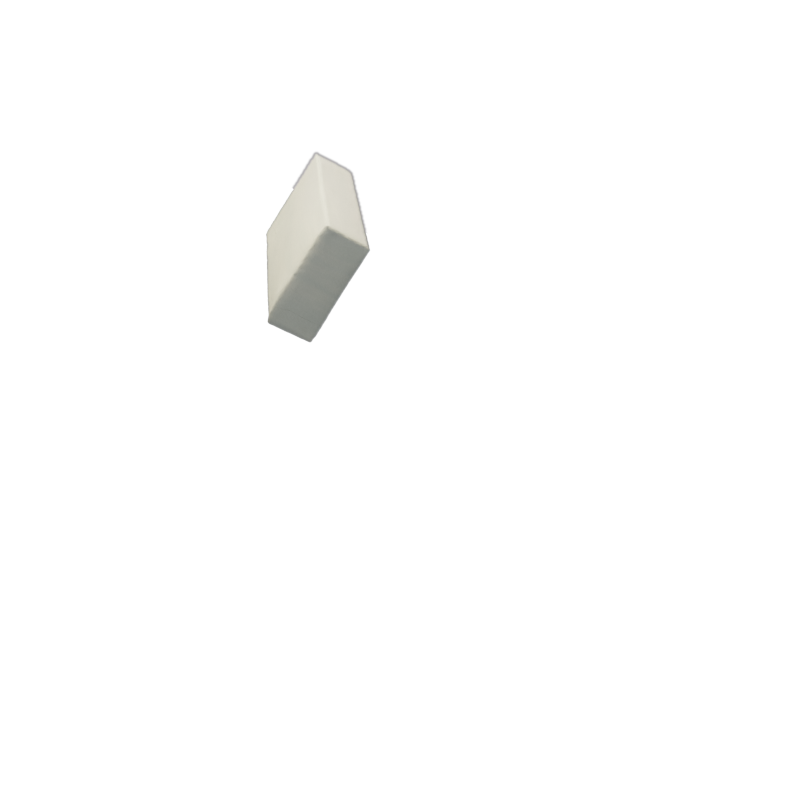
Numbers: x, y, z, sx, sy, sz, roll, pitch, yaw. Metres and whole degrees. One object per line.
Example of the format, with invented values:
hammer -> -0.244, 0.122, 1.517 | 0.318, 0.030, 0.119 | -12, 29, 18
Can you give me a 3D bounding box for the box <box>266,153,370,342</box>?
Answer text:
box -> -0.071, -0.130, 0.909 | 0.046, 0.091, 0.186 | 28, 22, -18
